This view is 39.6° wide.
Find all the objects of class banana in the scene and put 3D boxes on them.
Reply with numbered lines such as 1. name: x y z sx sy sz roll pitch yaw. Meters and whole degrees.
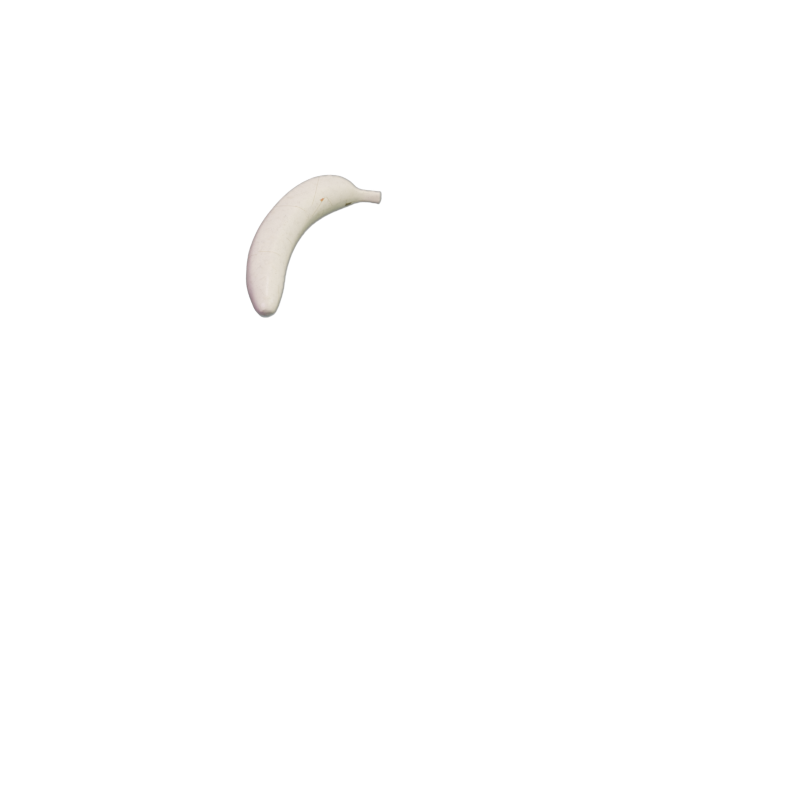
1. banana: -0.091 -0.151 0.993 0.073 0.034 0.203 22 50 19
